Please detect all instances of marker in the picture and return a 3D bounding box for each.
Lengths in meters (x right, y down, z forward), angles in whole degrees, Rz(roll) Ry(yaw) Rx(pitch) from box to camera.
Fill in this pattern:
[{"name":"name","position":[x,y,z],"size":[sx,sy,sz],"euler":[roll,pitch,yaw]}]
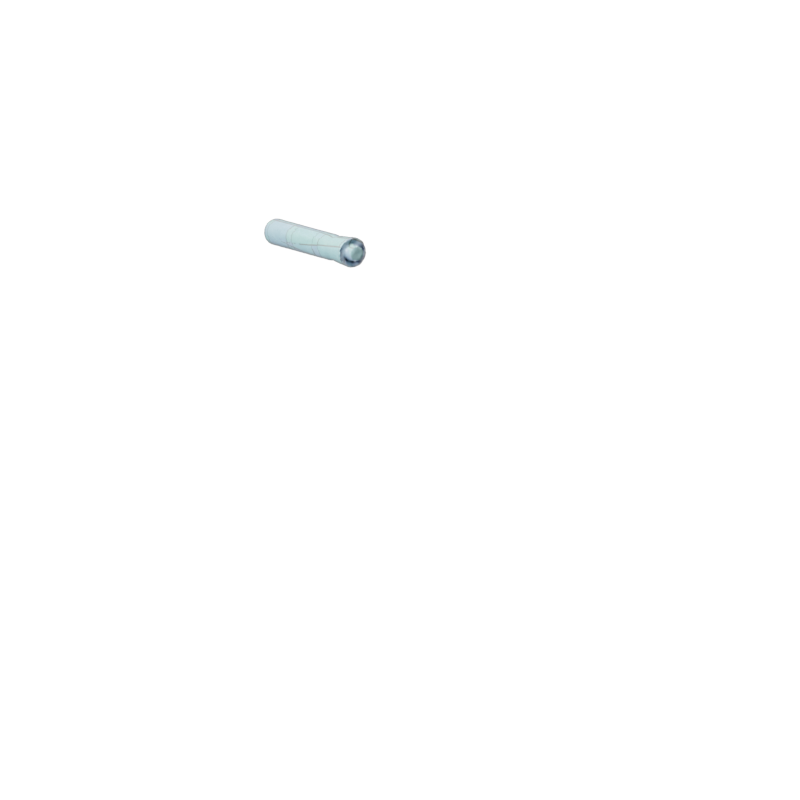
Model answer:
[{"name":"marker","position":[-0.057,-0.104,0.728],"size":[0.019,0.019,0.127],"euler":[-2,15,-29]}]
